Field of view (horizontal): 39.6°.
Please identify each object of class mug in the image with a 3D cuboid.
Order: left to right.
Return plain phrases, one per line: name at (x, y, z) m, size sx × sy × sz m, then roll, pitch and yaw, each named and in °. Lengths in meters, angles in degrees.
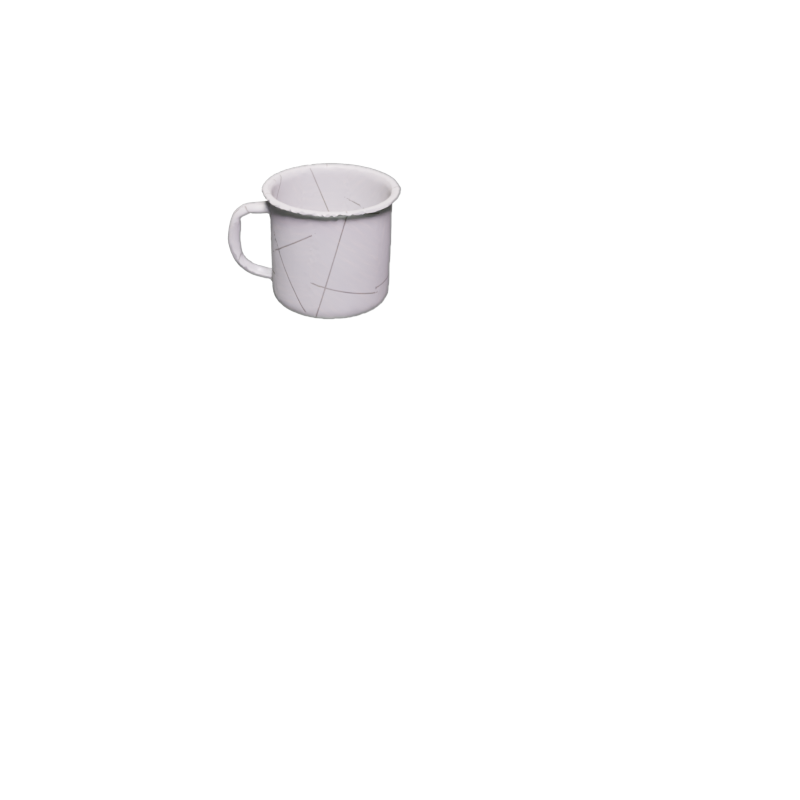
mug at (-0.059, -0.108, 0.758) m, size 0.117 × 0.077 × 0.099 m, roll 0°, pitch 29°, yaw -2°
